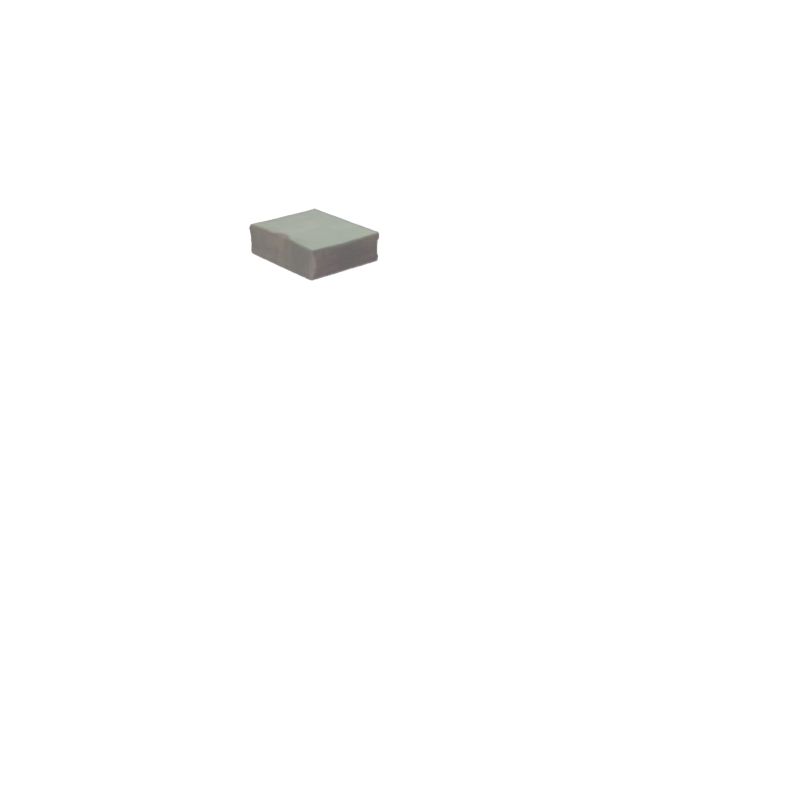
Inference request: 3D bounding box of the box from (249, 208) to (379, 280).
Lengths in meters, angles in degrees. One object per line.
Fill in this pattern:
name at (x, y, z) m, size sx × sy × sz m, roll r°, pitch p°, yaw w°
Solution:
box at (-0.074, -0.135, 0.945) m, size 0.072 × 0.029 × 0.095 m, roll -20°, pitch 32°, yaw -35°
